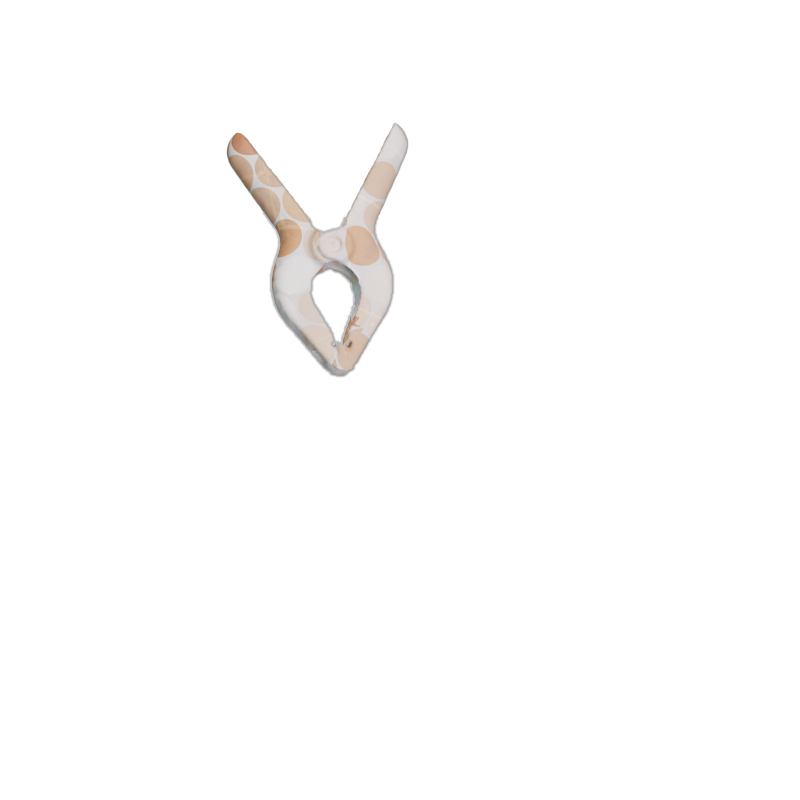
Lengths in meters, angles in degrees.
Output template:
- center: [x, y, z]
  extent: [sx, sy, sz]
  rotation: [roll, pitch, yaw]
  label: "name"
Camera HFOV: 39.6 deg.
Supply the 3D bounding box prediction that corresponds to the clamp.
- center: [-0.057, -0.103, 0.723]
  extent: [0.120, 0.178, 0.038]
  rotation: [2, -16, 0]
  label: "clamp"
